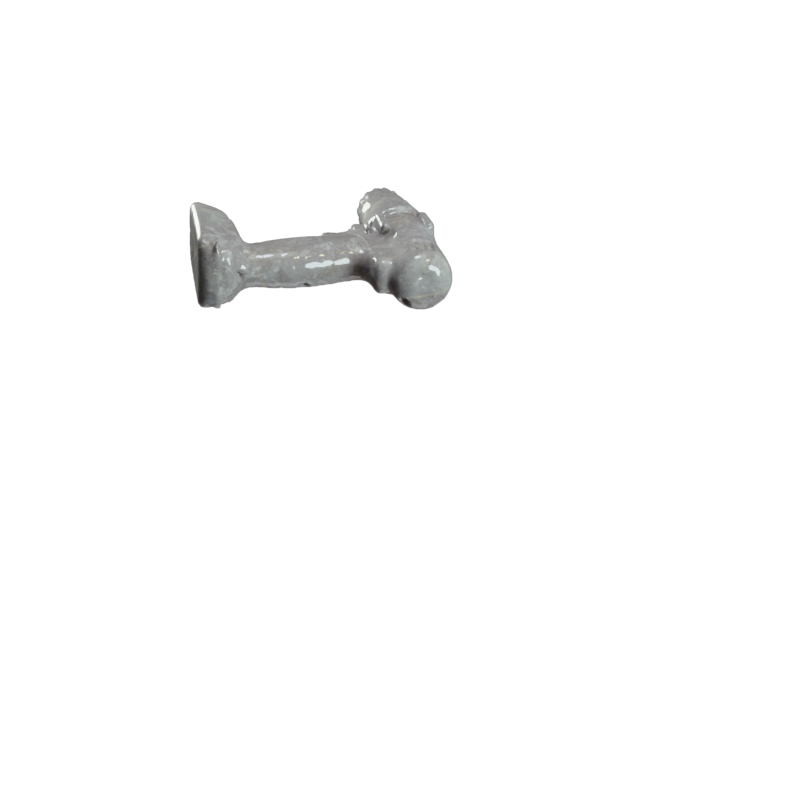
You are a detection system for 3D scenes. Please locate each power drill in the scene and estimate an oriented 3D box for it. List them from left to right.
[{"bbox_3d":[-0.067,-0.122,0.853,0.186,0.055,0.196,-4,26,-9],"label":"power drill"}]
